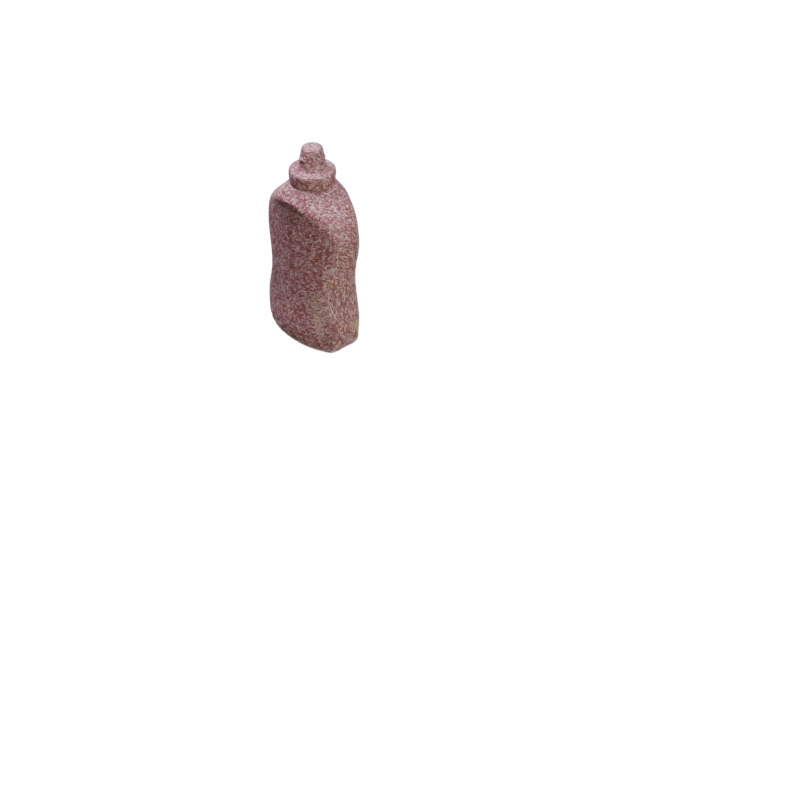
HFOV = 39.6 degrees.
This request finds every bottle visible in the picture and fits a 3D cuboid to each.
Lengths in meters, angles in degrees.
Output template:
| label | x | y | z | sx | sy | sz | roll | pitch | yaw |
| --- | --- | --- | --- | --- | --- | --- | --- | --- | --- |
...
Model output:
| label | x | y | z | sx | sy | sz | roll | pitch | yaw |
| --- | --- | --- | --- | --- | --- | --- | --- | --- | --- |
| bottle | -0.078 | -0.141 | 0.991 | 0.058 | 0.180 | 0.103 | -24 | 43 | -33 |
